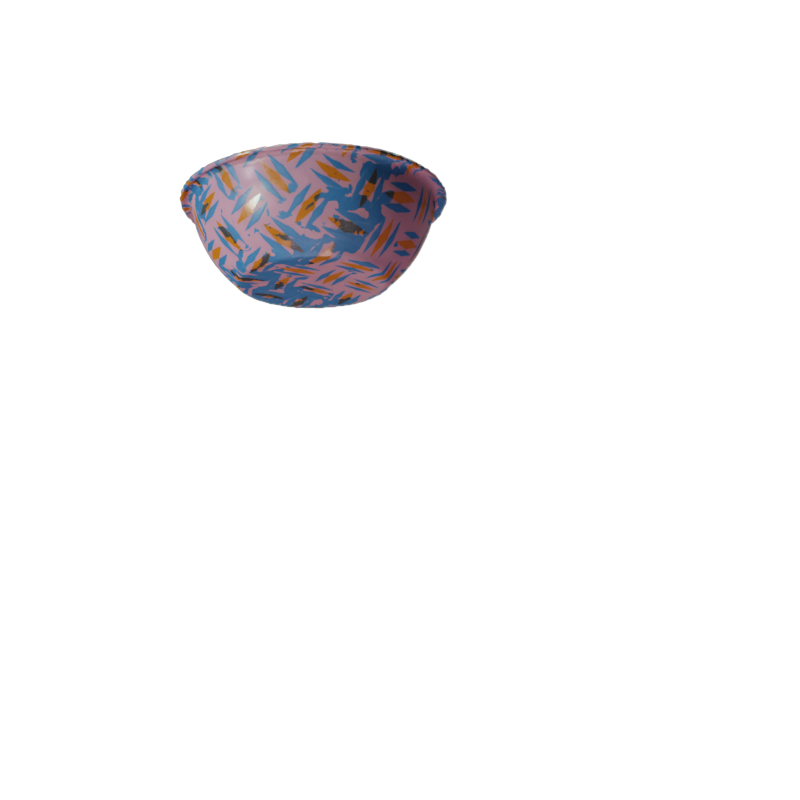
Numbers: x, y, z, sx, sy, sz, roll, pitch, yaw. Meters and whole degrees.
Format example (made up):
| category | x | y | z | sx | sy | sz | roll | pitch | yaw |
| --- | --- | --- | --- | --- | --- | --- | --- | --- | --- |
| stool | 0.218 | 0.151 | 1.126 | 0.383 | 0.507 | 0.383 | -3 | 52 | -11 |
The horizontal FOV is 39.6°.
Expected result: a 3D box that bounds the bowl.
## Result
| category | x | y | z | sx | sy | sz | roll | pitch | yaw |
| --- | --- | --- | --- | --- | --- | --- | --- | --- | --- |
| bowl | -0.052 | -0.095 | 0.665 | 0.162 | 0.057 | 0.155 | 0 | -16 | -2 |
